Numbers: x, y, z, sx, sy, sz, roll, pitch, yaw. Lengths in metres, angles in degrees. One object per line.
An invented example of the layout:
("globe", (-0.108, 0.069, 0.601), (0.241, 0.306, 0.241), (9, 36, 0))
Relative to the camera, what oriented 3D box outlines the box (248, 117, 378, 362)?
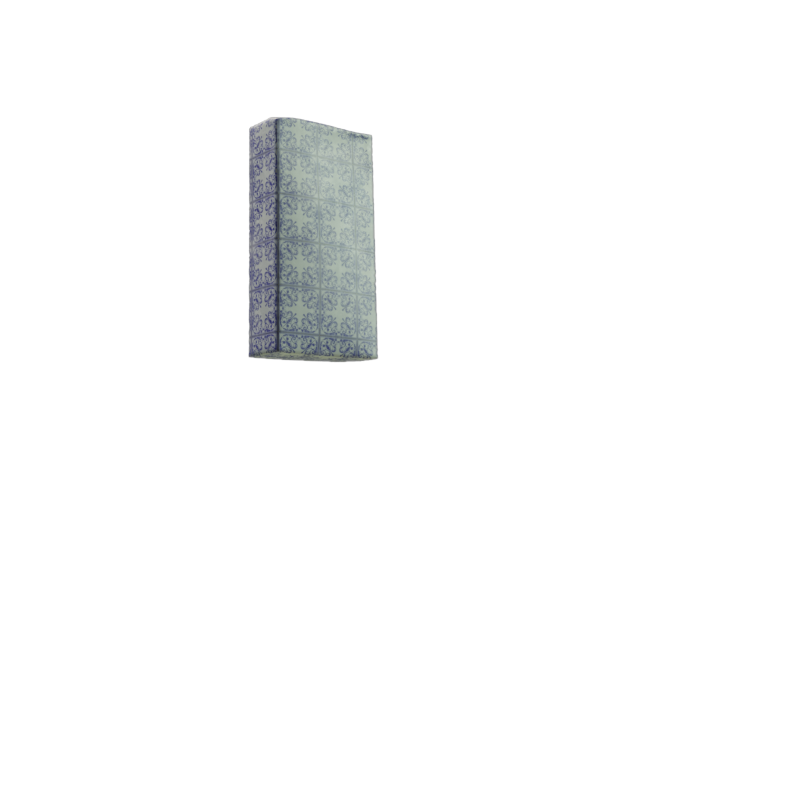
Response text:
("box", (-0.065, -0.118, 0.828), (0.089, 0.181, 0.049), (6, -12, -36))
